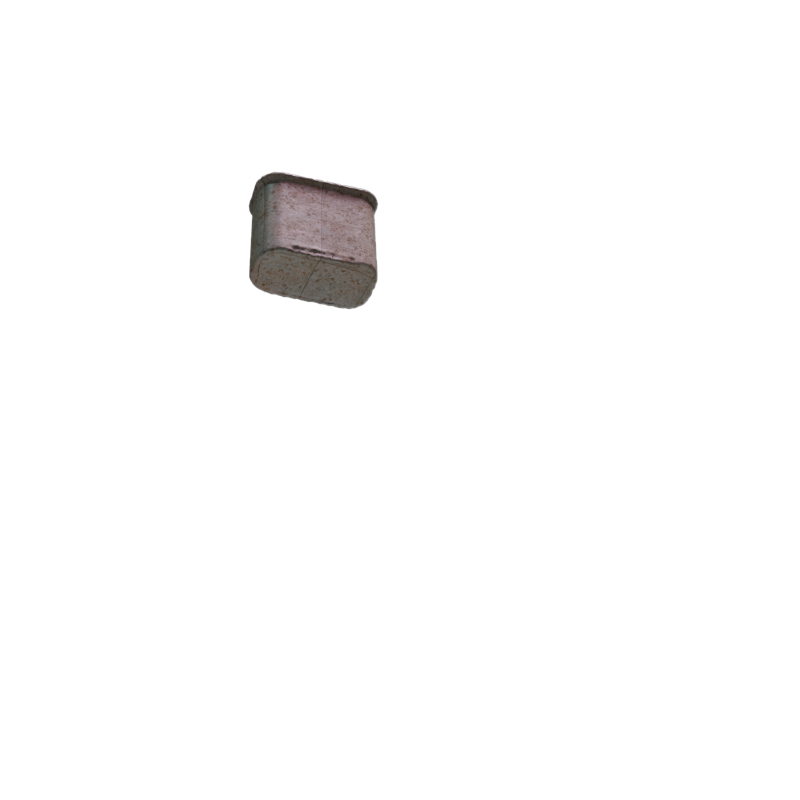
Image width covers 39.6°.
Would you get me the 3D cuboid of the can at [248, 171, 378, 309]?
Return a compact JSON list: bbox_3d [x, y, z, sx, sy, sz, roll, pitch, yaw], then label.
[{"bbox_3d":[-0.068,-0.124,0.870,0.100,0.090,0.055,10,-42,-13],"label":"can"}]
